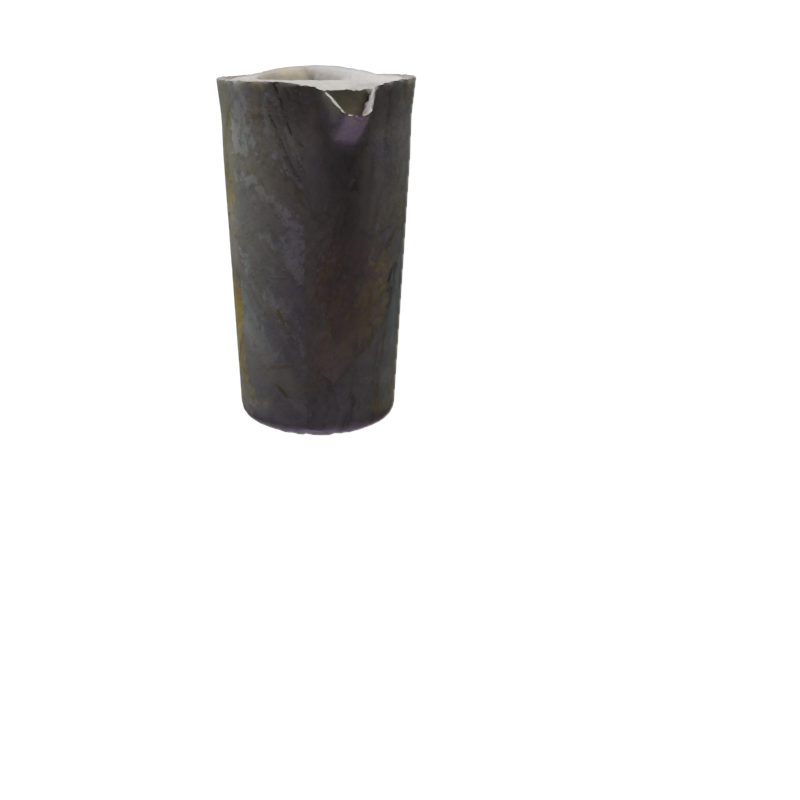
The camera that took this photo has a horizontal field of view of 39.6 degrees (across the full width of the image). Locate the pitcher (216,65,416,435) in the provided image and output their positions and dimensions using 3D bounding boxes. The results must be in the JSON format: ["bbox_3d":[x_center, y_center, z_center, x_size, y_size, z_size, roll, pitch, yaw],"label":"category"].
[{"bbox_3d":[-0.060,-0.110,0.772,0.150,0.236,0.149,7,15,23],"label":"pitcher"}]
